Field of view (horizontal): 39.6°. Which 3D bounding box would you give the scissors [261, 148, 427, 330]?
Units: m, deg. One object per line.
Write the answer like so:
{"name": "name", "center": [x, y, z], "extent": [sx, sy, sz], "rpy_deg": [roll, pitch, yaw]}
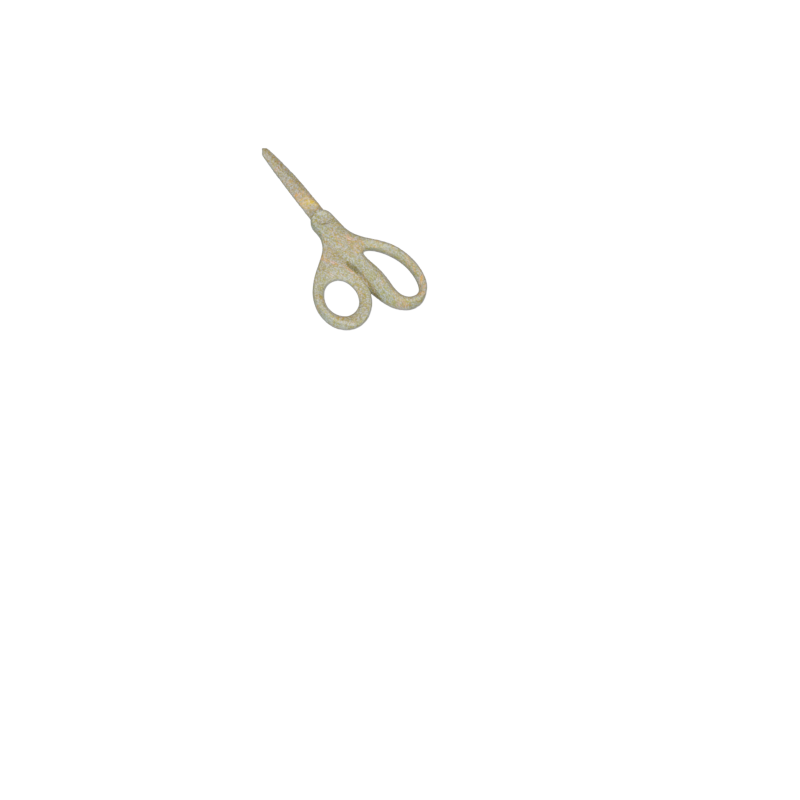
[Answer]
{"name": "scissors", "center": [-0.069, -0.127, 0.887], "extent": [0.213, 0.097, 0.015], "rpy_deg": [37, -28, 23]}
